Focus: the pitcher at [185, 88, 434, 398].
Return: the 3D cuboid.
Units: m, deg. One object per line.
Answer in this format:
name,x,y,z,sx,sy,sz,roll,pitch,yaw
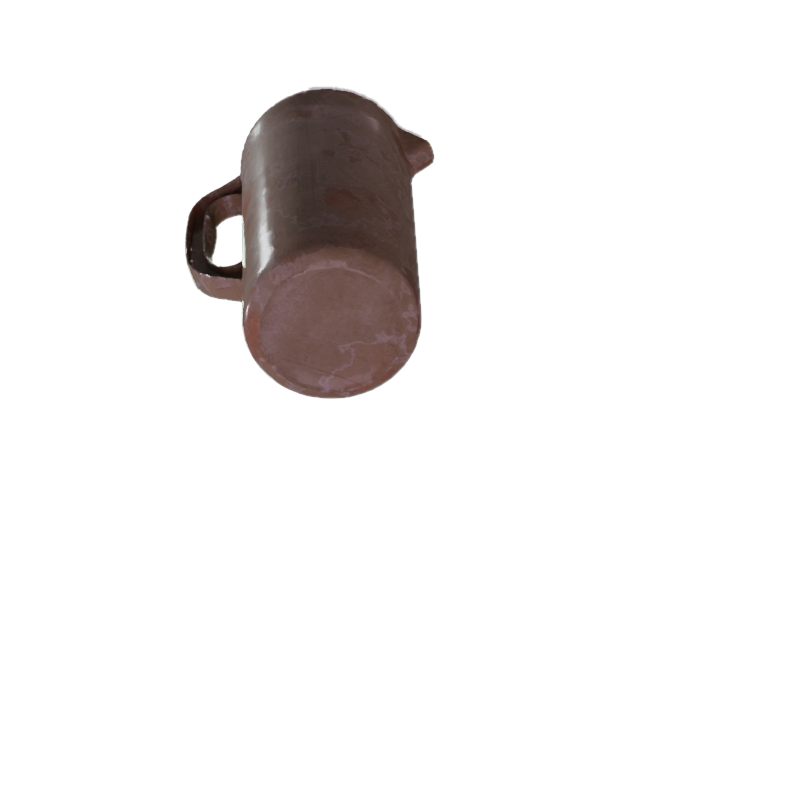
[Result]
pitcher,-0.060,-0.109,0.761,0.140,0.145,0.259,27,27,-19
